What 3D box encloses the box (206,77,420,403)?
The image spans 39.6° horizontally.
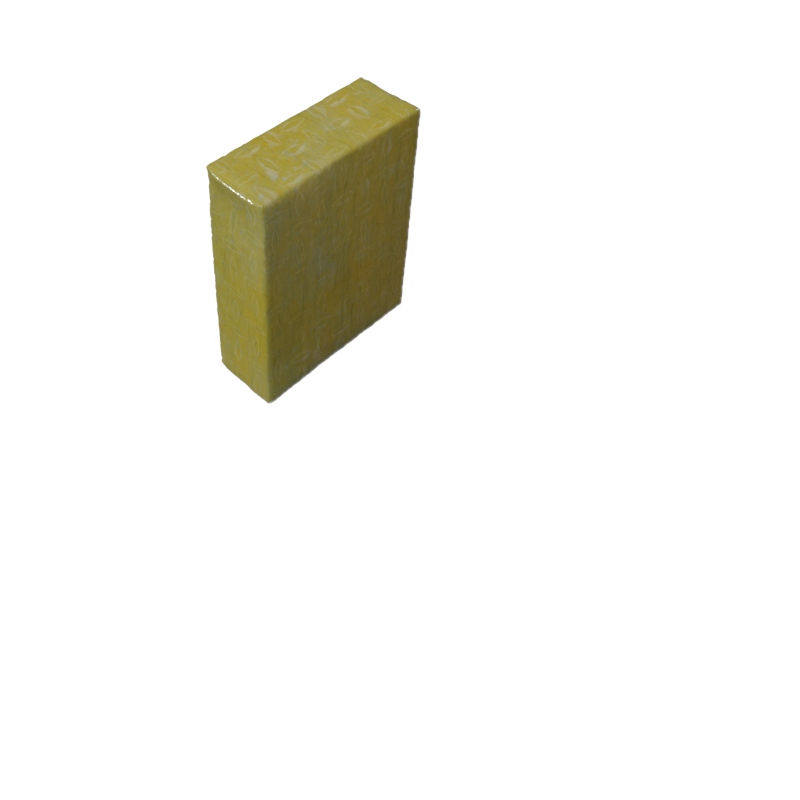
[{"bbox_3d":[-0.069,-0.125,0.876,0.076,0.199,0.166,35,54,26],"label":"box"}]
